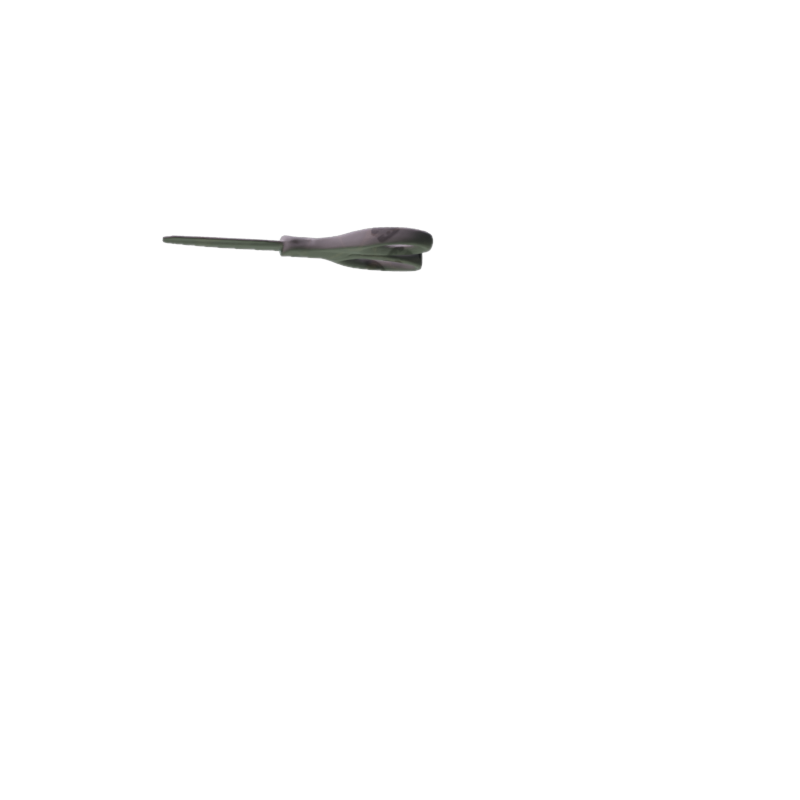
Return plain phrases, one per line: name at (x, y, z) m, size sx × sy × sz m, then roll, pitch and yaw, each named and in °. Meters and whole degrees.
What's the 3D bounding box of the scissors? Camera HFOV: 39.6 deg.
scissors at (-0.064, -0.116, 0.816) m, size 0.194 × 0.016 × 0.097 m, roll 4°, pitch -9°, yaw -27°
